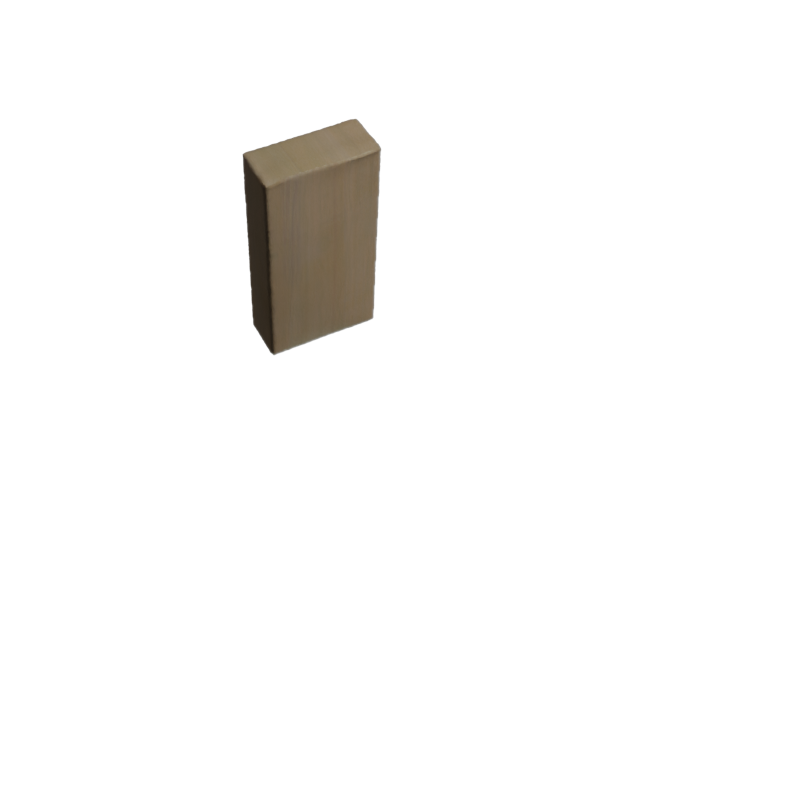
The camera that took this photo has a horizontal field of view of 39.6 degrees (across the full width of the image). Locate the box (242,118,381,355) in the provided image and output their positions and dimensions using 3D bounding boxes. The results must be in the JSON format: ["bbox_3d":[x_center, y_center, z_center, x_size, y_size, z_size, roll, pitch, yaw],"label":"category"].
[{"bbox_3d":[-0.065,-0.118,0.827,0.093,0.052,0.164,-21,-35,-20],"label":"box"}]
